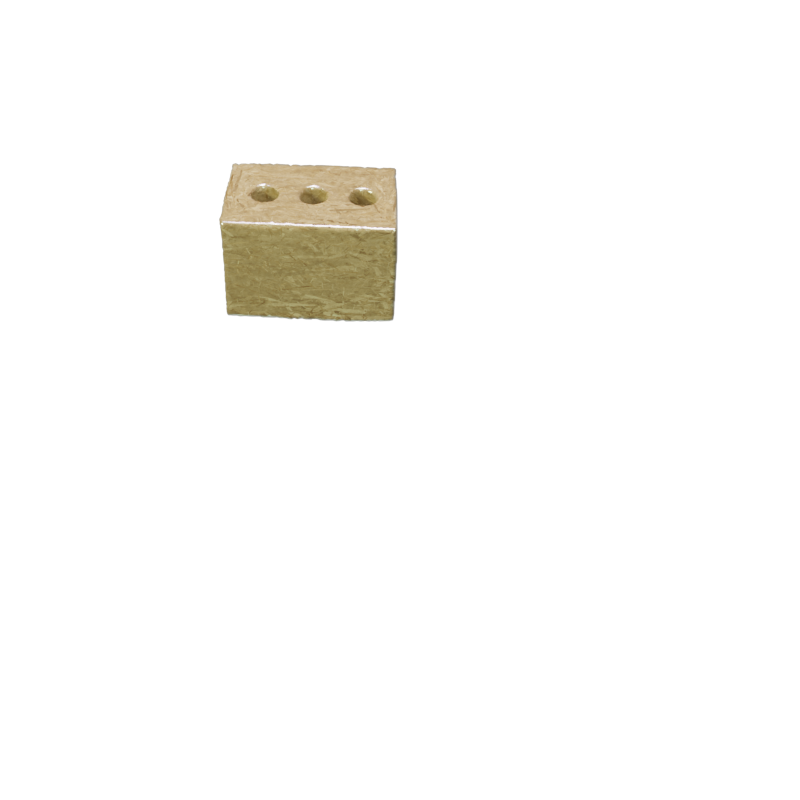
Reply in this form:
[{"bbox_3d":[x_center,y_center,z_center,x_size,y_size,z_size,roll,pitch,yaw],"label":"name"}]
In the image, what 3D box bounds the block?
[{"bbox_3d":[-0.039,-0.072,0.502,0.078,0.048,0.056,2,37,1],"label":"block"}]
